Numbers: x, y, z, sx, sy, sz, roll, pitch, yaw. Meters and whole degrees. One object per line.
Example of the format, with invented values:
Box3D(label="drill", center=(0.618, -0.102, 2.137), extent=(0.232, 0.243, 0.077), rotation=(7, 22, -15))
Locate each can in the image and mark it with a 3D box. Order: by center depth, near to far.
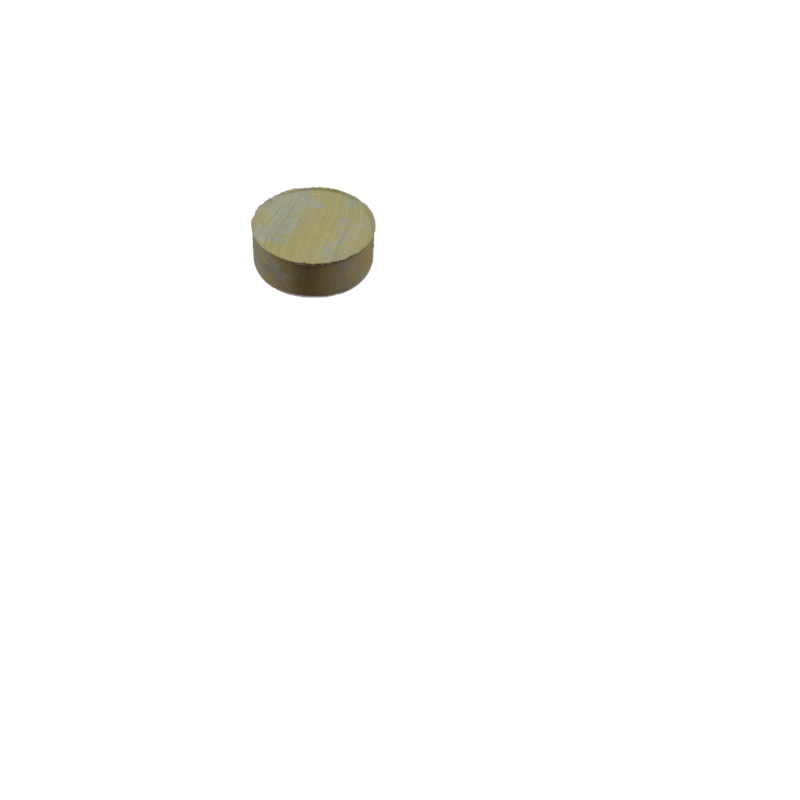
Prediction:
Box3D(label="can", center=(-0.060, -0.110, 0.771), extent=(0.086, 0.031, 0.092), rotation=(-1, 43, -2))
